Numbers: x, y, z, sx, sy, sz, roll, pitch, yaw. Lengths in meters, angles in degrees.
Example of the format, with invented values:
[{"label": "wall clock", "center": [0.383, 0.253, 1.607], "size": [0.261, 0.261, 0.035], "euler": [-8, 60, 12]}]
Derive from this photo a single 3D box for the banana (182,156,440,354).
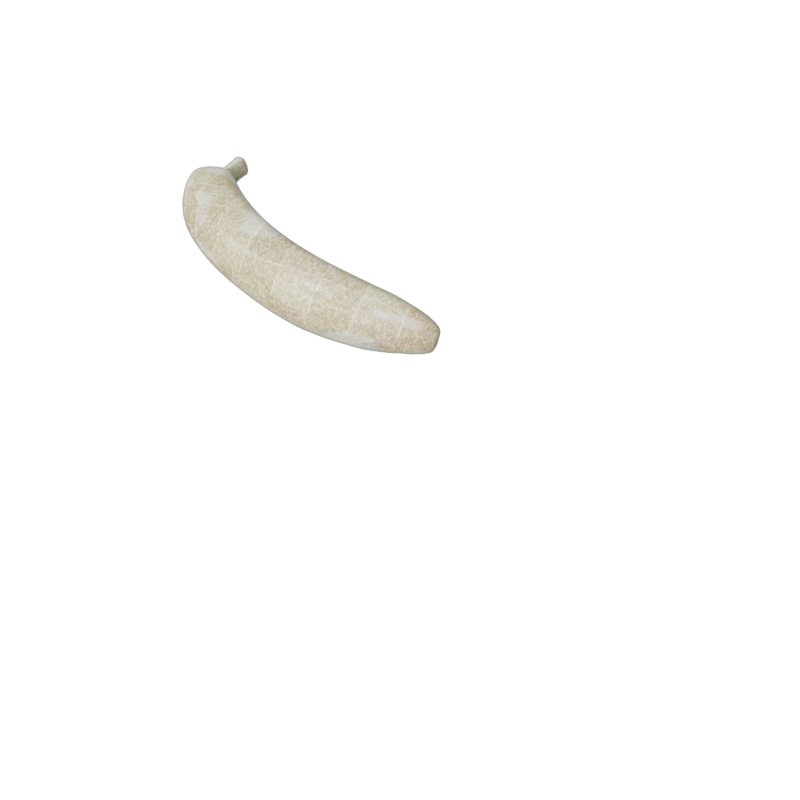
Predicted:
[{"label": "banana", "center": [-0.063, -0.079, 0.587], "size": [0.069, 0.034, 0.213], "euler": [-25, 49, -25]}]
